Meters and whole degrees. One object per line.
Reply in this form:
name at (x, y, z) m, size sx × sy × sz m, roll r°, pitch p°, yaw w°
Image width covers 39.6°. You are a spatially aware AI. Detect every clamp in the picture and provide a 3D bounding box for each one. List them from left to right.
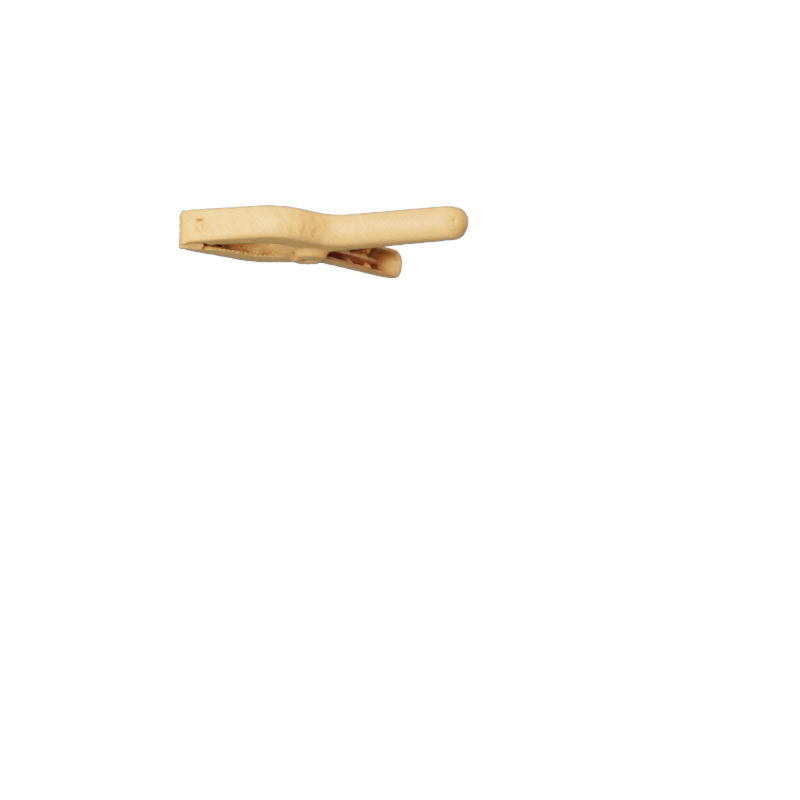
clamp at (-0.068, -0.124, 0.871) m, size 0.208 × 0.037 × 0.162 m, roll 1°, pitch -7°, yaw -9°
